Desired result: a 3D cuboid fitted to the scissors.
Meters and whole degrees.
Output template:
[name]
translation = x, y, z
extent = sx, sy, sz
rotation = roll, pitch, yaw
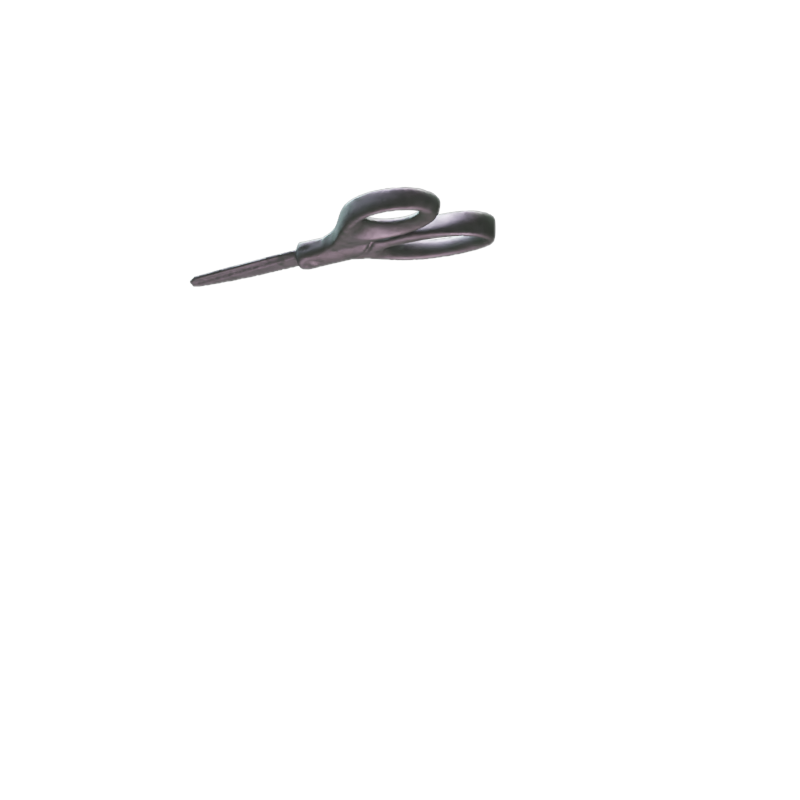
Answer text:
[scissors]
translation = -0.049, -0.089, 0.627
extent = 0.206, 0.016, 0.091
rotation = -4, -13, 19
